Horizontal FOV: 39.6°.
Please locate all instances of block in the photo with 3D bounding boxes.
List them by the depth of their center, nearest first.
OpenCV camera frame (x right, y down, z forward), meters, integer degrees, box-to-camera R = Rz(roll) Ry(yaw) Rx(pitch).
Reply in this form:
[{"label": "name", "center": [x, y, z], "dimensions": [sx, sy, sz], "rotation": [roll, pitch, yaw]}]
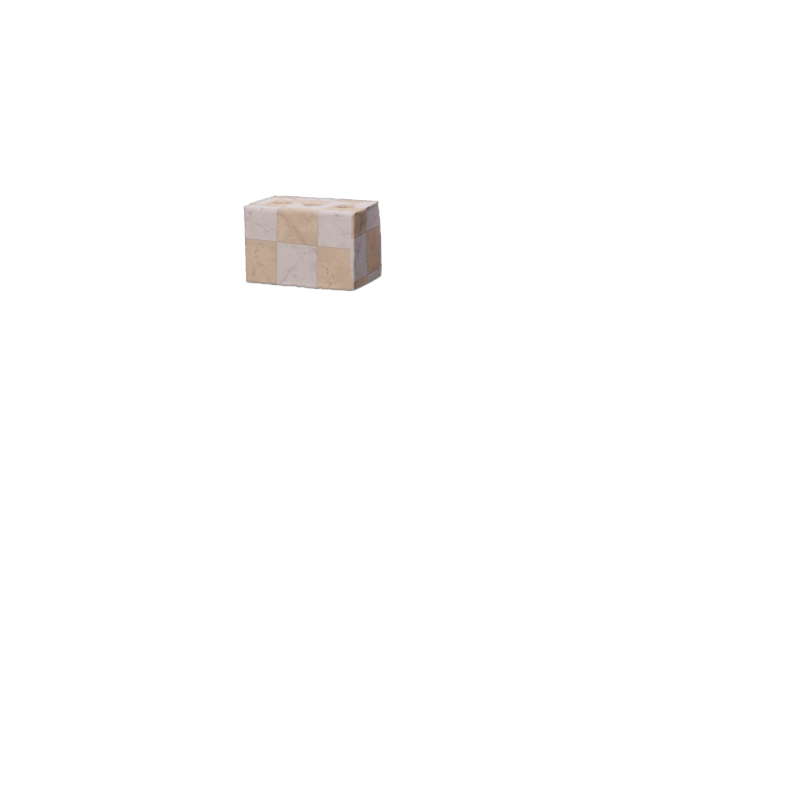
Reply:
[{"label": "block", "center": [-0.056, -0.103, 0.720], "dimensions": [0.080, 0.050, 0.053], "rotation": [6, 15, 19]}]
